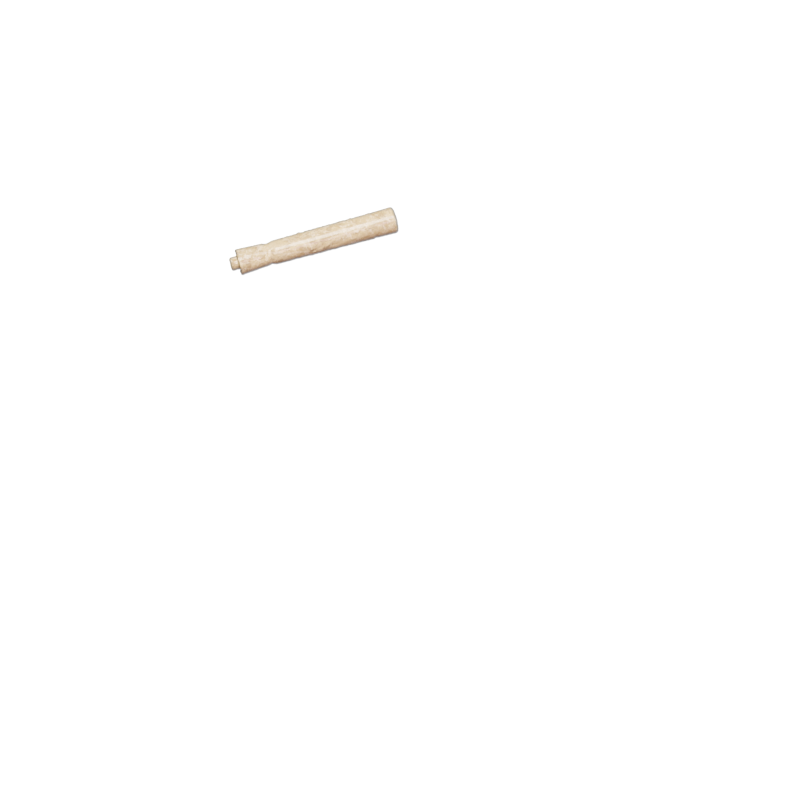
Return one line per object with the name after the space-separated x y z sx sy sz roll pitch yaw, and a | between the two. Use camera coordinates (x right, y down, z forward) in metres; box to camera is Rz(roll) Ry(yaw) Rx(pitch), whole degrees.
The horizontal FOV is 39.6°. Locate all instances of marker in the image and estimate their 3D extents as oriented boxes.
-0.061 -0.112 0.783 0.120 0.020 0.020 -16 6 -7 | marker
